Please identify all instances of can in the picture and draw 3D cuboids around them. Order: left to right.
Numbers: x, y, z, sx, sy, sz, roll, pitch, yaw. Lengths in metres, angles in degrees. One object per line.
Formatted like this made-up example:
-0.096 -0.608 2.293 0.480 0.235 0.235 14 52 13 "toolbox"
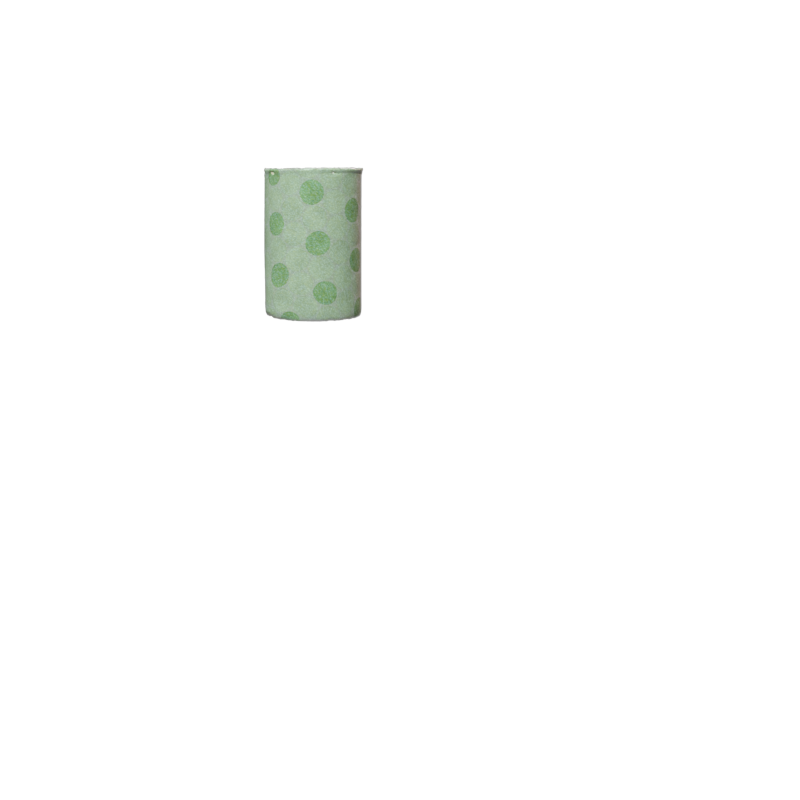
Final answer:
-0.060 -0.109 0.762 0.068 0.101 0.070 0 6 -2 "can"
